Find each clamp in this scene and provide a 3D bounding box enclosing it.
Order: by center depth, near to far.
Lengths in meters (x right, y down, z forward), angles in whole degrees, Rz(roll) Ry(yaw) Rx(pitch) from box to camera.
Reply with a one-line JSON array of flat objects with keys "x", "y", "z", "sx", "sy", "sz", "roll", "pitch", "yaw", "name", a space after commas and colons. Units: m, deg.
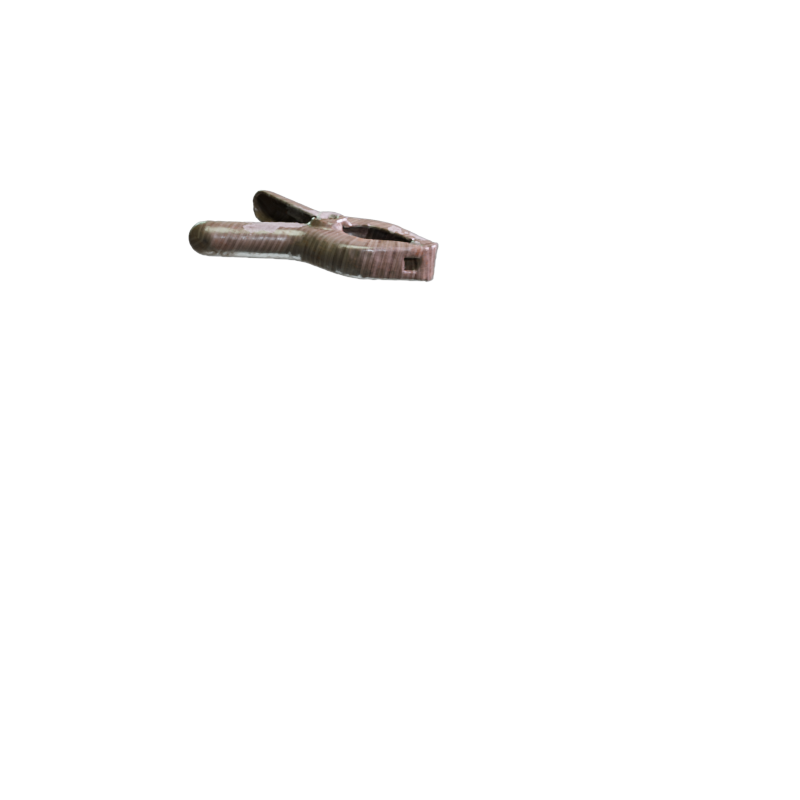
[{"x": -0.062, "y": -0.113, "z": 0.793, "sx": 0.179, "sy": 0.037, "sz": 0.121, "roll": 15, "pitch": 32, "yaw": 26, "name": "clamp"}]
